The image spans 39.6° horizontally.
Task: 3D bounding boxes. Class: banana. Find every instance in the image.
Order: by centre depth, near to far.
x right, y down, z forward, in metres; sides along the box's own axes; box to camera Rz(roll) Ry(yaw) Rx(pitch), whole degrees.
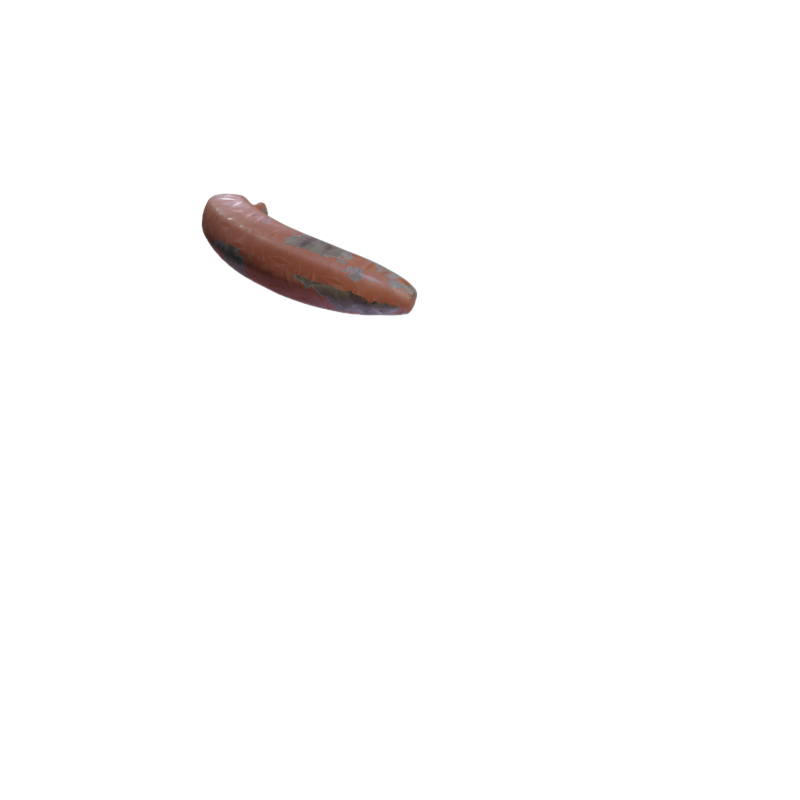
[{"bbox_3d":[-0.069,-0.091,0.650,0.068,0.035,0.212,-14,30,-27],"label":"banana"}]
